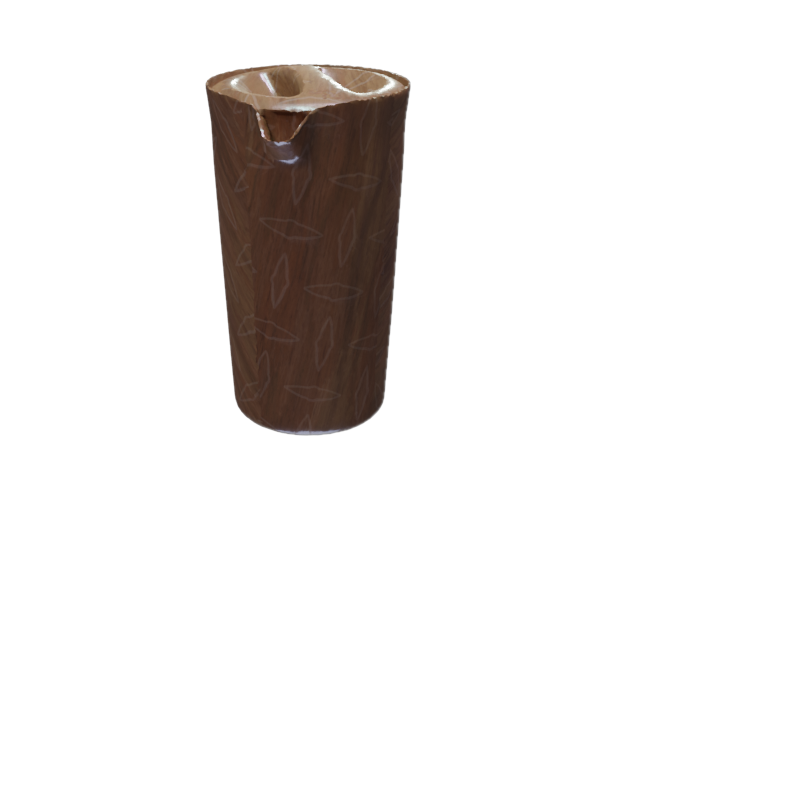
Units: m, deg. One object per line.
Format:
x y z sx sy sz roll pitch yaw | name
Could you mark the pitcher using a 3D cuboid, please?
-0.060 -0.110 0.769 0.146 0.232 0.155 -14 27 -33 | pitcher
